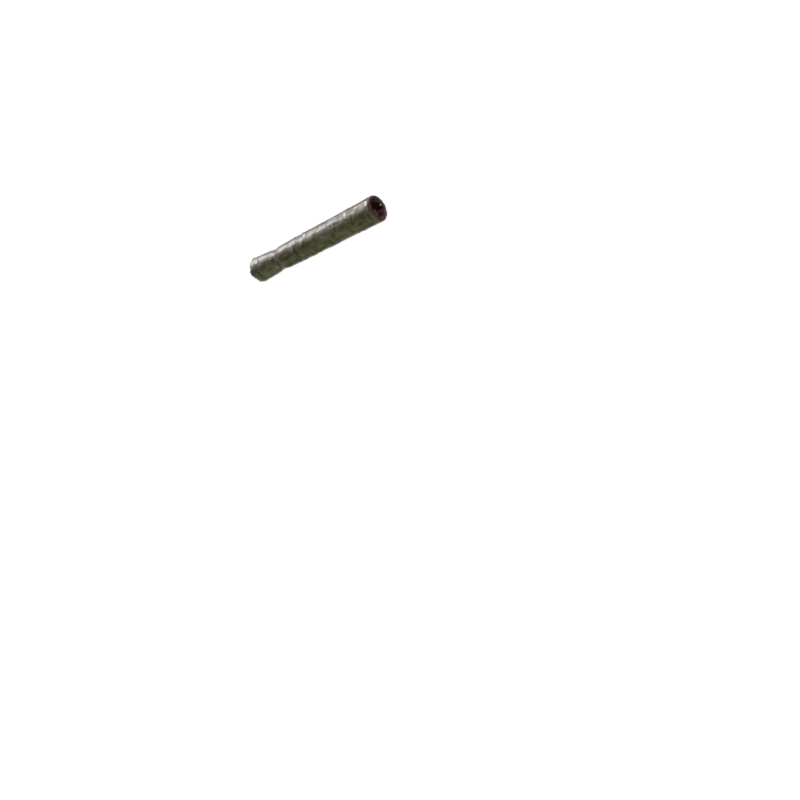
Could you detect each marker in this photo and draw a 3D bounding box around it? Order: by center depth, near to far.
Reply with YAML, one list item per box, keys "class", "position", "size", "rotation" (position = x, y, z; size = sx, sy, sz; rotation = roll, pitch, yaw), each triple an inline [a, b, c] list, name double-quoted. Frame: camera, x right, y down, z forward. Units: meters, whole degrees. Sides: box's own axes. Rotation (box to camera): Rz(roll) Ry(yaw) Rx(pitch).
- class: "marker"
  position: [-0.060, -0.109, 0.764]
  size: [0.122, 0.020, 0.019]
  rotation: [-21, -10, 37]
